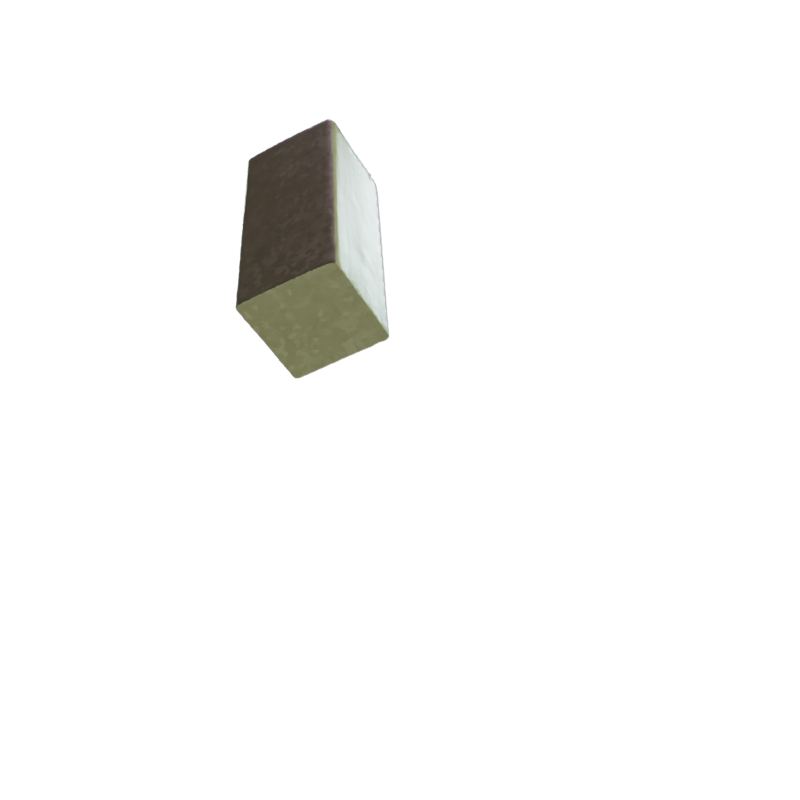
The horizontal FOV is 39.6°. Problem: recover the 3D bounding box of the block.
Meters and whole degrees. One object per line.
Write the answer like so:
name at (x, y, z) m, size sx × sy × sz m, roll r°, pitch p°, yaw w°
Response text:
block at (-0.072, -0.133, 0.929) m, size 0.090 × 0.221 × 0.084 m, roll -24°, pitch -52°, yaw 17°
